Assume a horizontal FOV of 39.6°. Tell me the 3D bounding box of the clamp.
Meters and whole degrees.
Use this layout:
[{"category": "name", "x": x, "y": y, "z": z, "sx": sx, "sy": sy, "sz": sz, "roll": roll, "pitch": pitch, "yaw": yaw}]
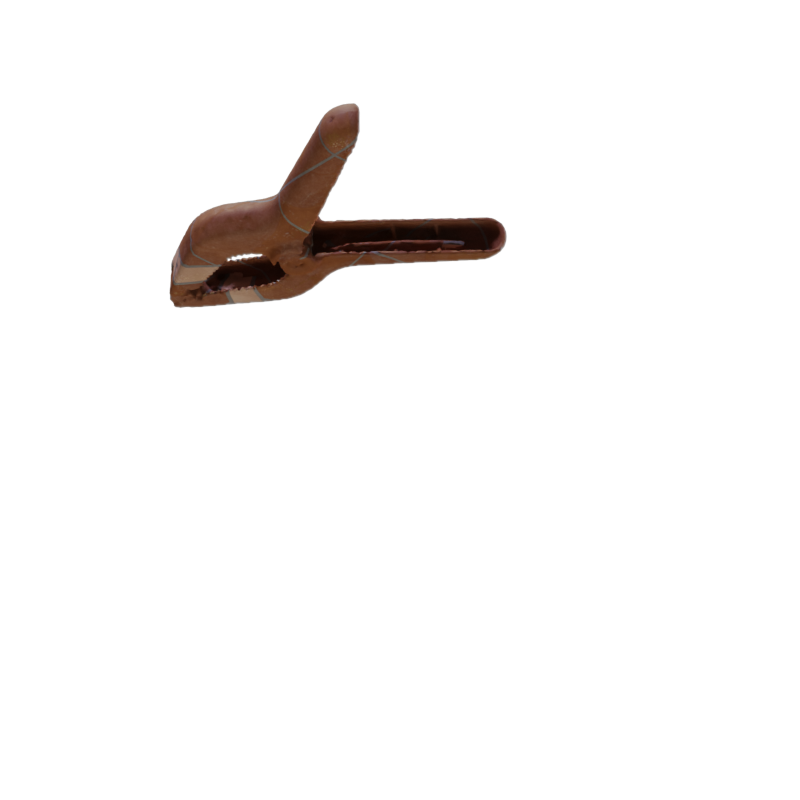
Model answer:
[{"category": "clamp", "x": -0.053, "y": -0.096, "z": 0.671, "sx": 0.211, "sy": 0.039, "sz": 0.154, "roll": -21, "pitch": -32, "yaw": 37}]
